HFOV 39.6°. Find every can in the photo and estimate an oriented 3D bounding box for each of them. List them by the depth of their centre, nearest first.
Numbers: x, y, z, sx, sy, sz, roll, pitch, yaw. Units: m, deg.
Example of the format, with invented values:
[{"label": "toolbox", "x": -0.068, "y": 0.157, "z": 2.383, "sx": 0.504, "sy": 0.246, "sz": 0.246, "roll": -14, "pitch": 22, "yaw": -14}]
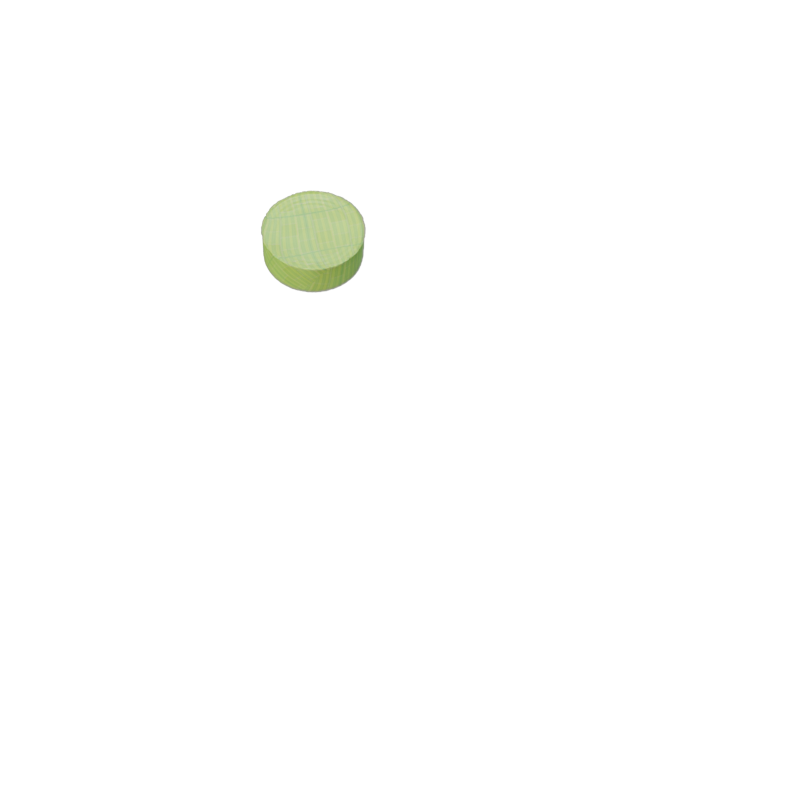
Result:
[{"label": "can", "x": -0.072, "y": -0.131, "z": 0.920, "sx": 0.086, "sy": 0.092, "sz": 0.031, "roll": -1, "pitch": -37, "yaw": -1}]
